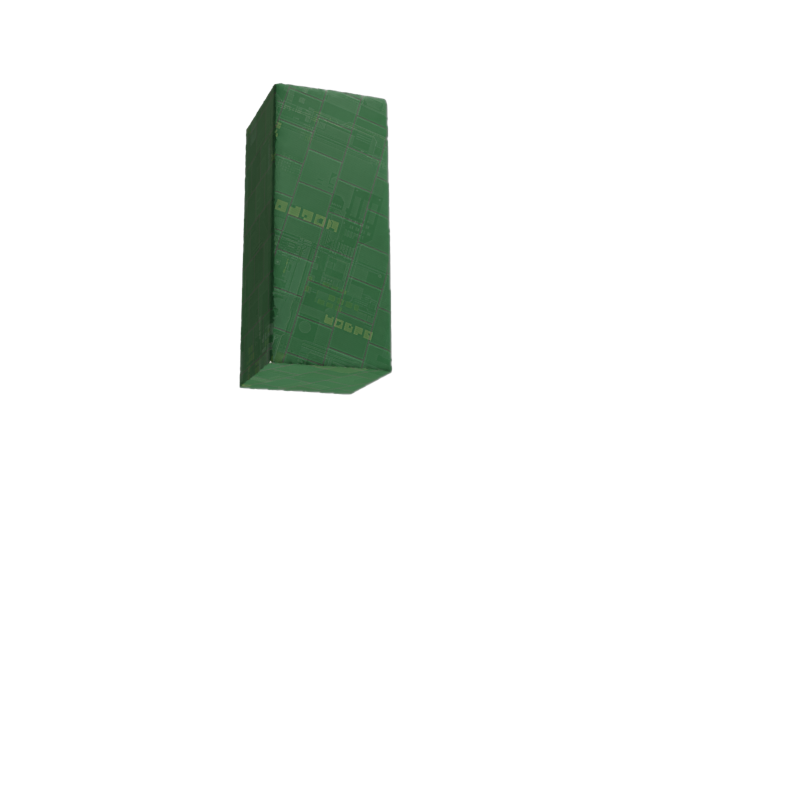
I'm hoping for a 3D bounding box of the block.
[{"bbox_3d":[-0.063,-0.116,0.815,0.088,0.215,0.089,5,-18,-20],"label":"block"}]
